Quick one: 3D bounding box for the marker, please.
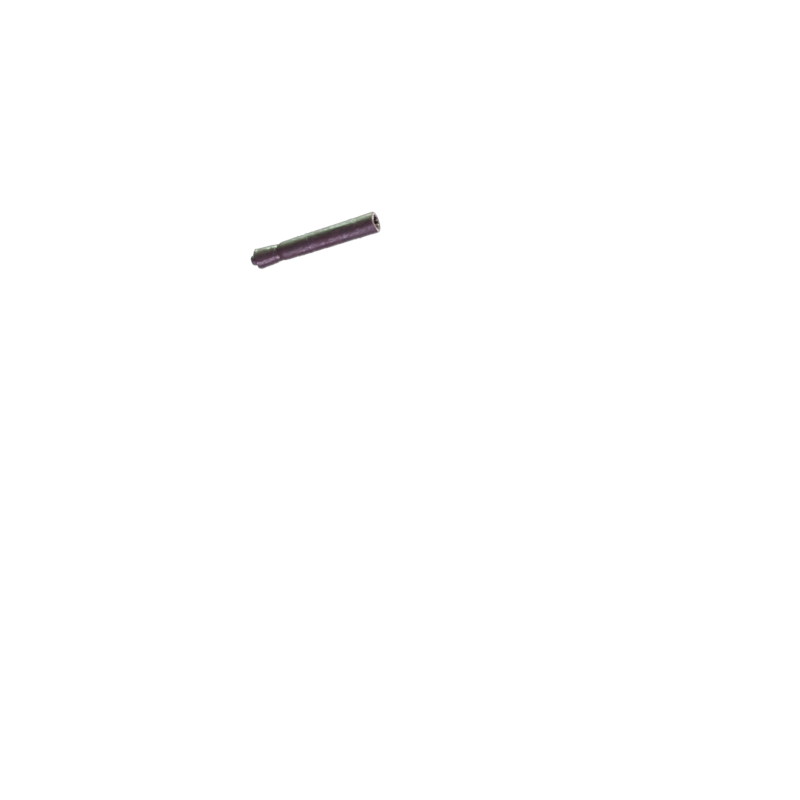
[{"bbox_3d":[-0.076,-0.138,0.968,0.122,0.020,0.019,-14,-1,20],"label":"marker"}]
